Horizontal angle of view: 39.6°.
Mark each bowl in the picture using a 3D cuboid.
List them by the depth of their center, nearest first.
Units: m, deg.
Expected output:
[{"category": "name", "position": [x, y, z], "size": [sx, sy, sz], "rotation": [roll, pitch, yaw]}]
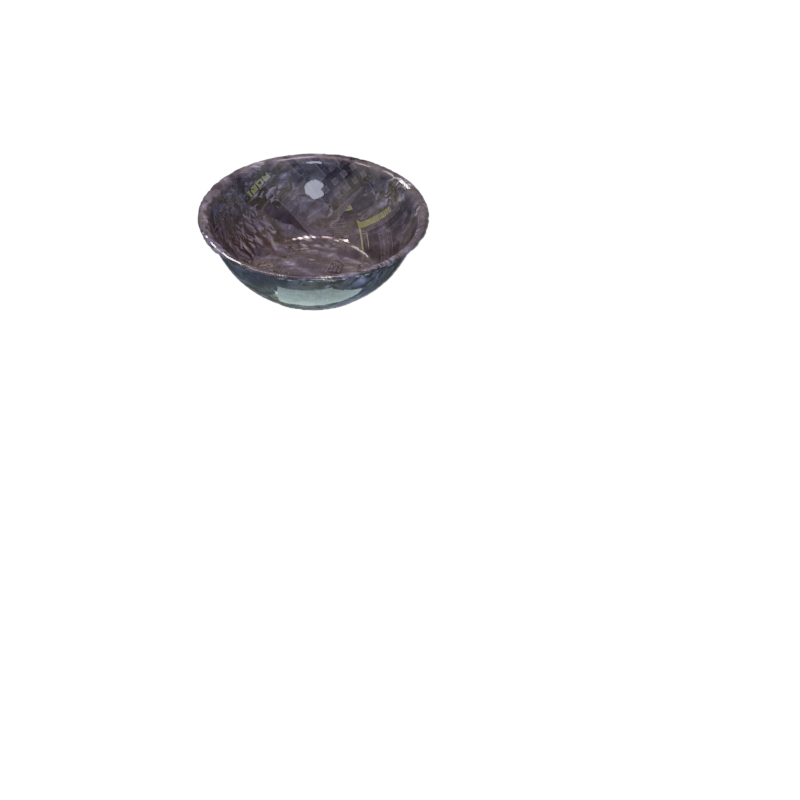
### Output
[{"category": "bowl", "position": [-0.062, -0.113, 0.789], "size": [0.162, 0.051, 0.174], "rotation": [-1, 39, -2]}]
